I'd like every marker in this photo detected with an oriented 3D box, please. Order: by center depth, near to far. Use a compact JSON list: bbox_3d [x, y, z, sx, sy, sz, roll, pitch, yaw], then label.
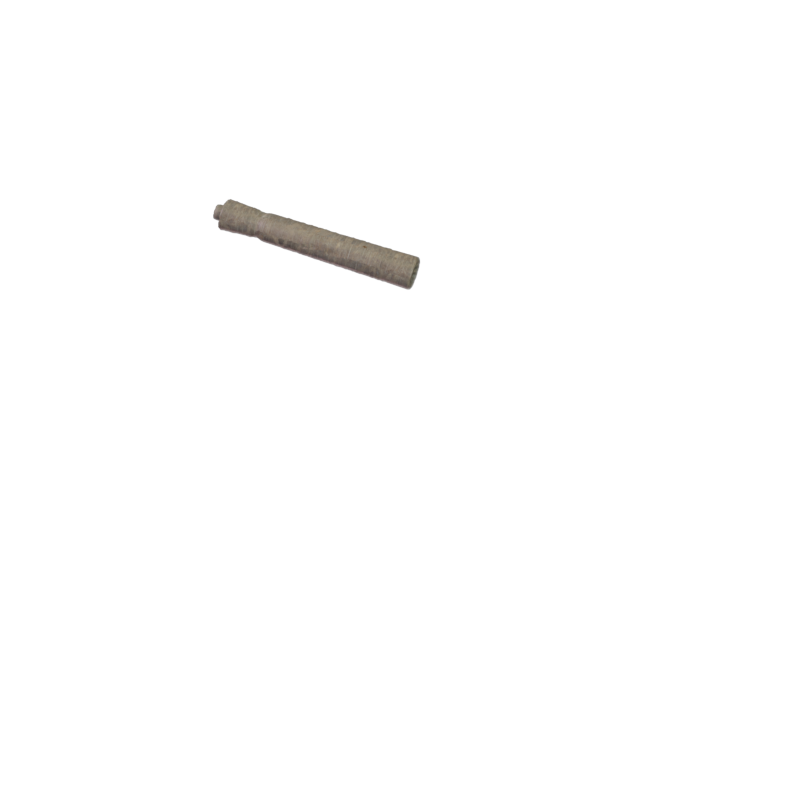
[{"bbox_3d":[-0.049,-0.089,0.623,0.124,0.019,0.019,19,8,14],"label":"marker"}]
